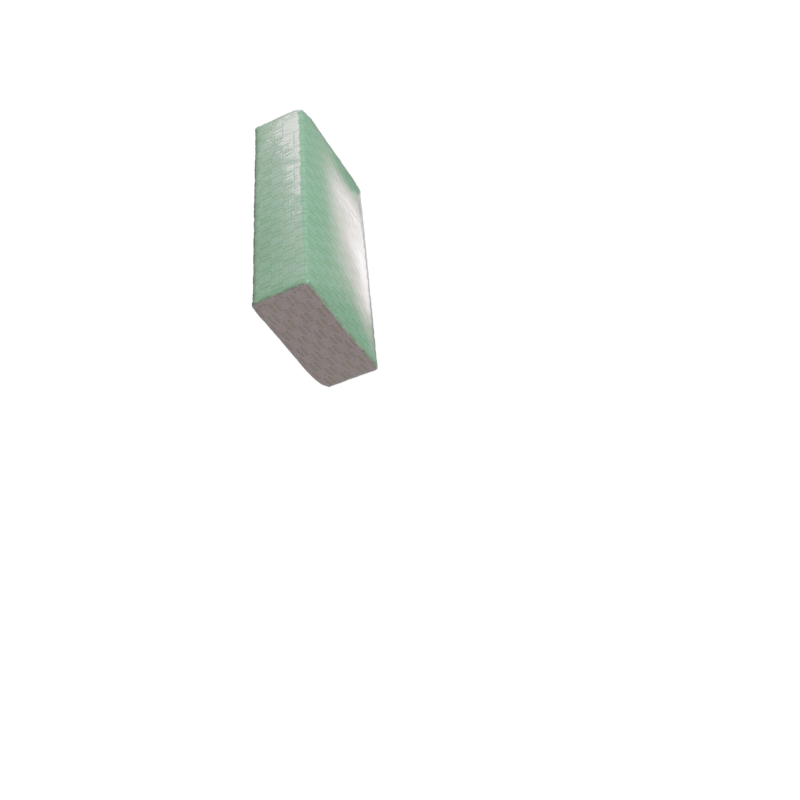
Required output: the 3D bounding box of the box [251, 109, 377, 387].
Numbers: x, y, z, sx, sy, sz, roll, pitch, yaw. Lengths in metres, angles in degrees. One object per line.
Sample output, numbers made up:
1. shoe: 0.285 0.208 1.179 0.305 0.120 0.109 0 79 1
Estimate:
1. box: -0.057 -0.105 0.734 0.048 0.189 0.086 -21 -45 18
